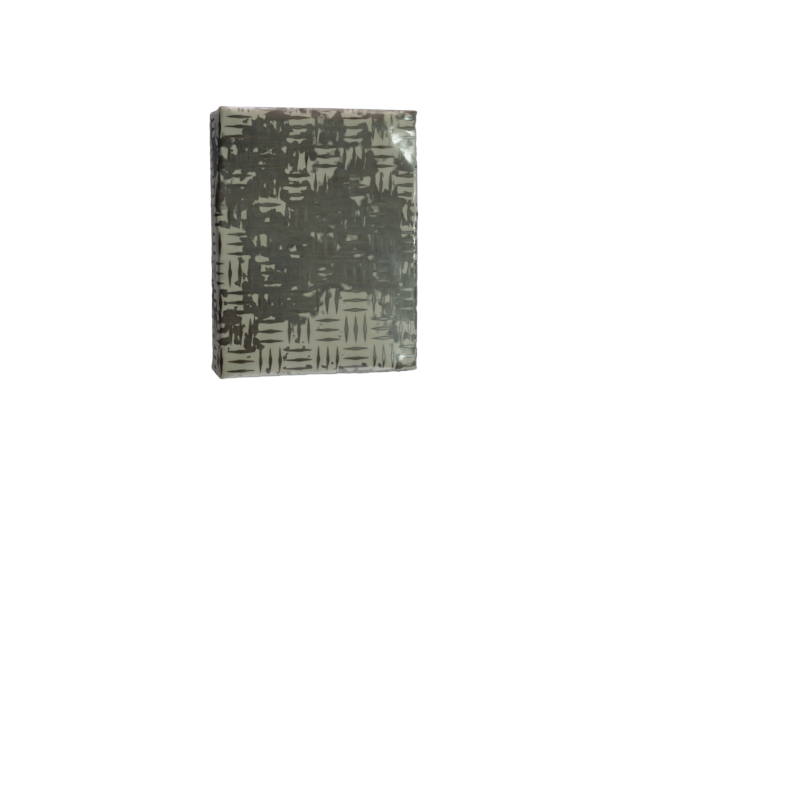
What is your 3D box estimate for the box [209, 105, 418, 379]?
[{"bbox_3d":[-0.070,-0.128,0.897,0.161,0.213,0.073,-1,3,-12],"label":"box"}]
